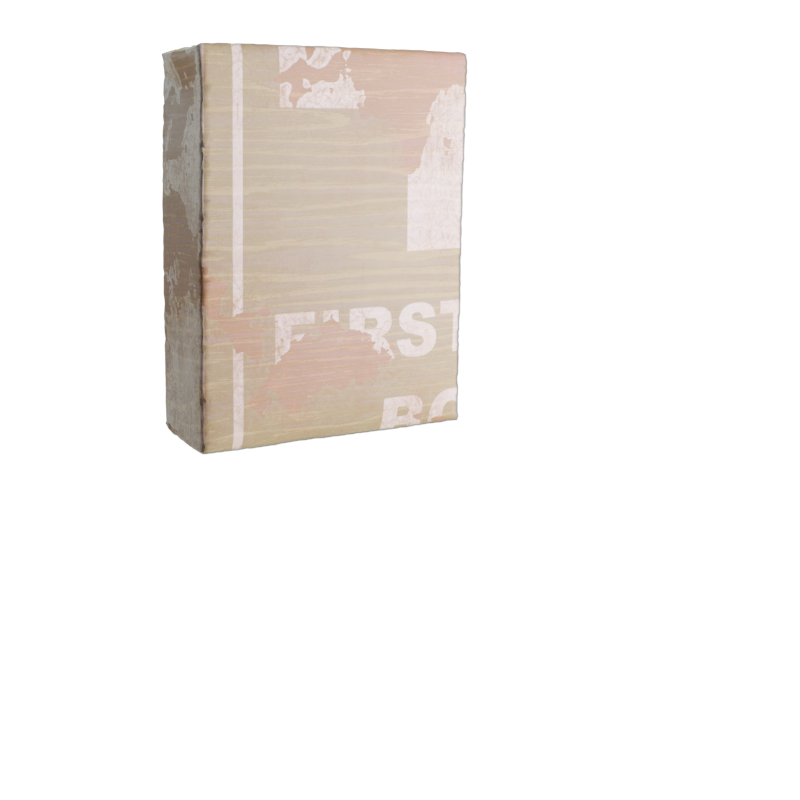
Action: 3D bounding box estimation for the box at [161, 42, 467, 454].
[{"bbox_3d":[-0.049,-0.089,0.627,0.159,0.211,0.075,-4,8,-29],"label":"box"}]
